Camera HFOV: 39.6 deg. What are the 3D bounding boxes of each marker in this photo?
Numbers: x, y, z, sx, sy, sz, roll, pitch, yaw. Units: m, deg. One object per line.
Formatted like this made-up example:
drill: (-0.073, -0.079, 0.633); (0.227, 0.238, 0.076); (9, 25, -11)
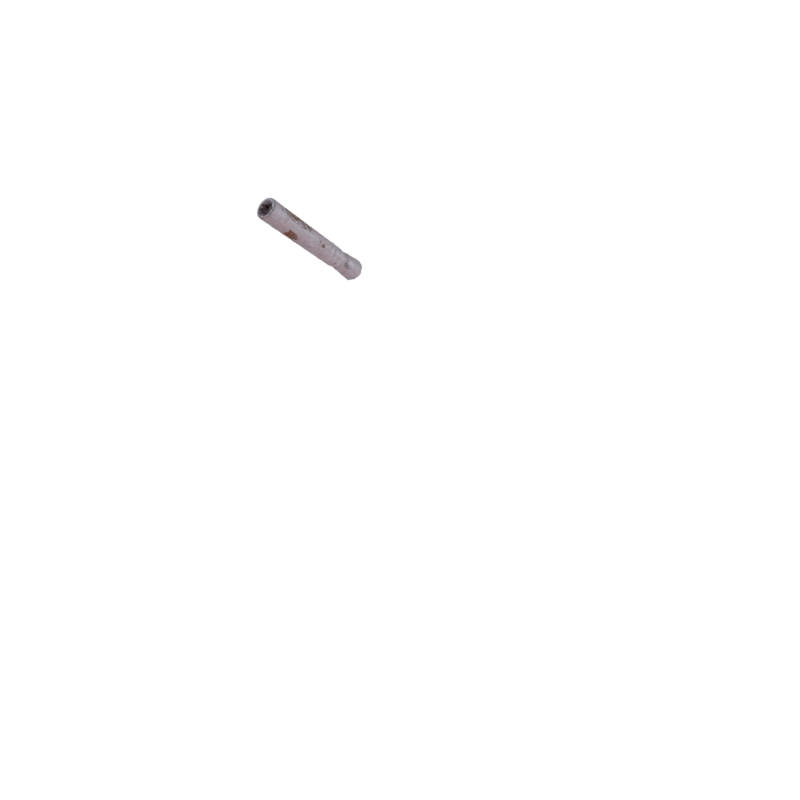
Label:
marker: (-0.070, -0.128, 0.900); (0.021, 0.020, 0.112); (3, -20, 42)
